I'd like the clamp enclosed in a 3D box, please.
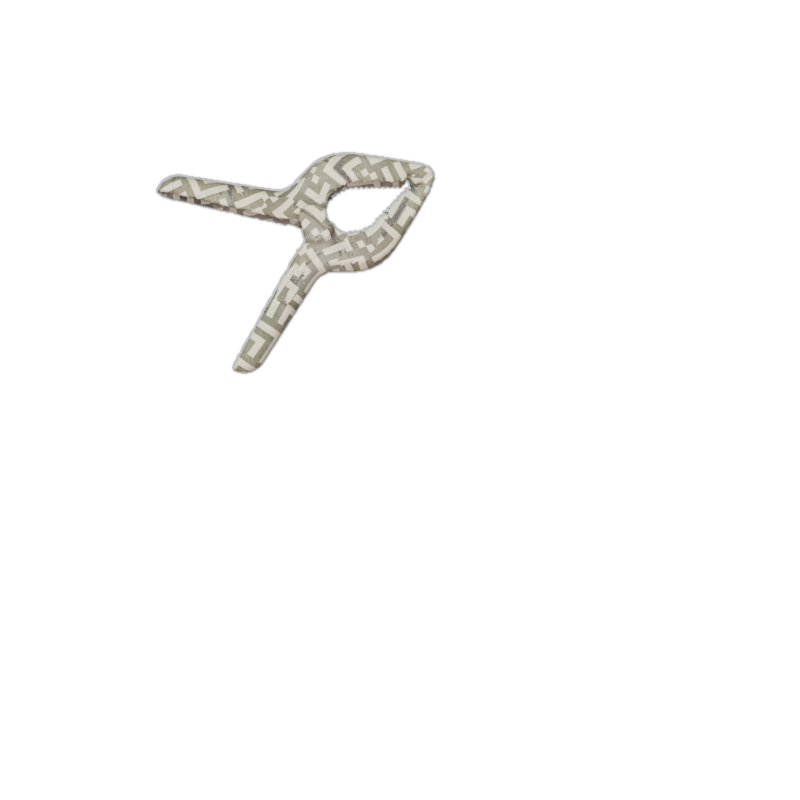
[{"bbox_3d":[-0.067,-0.123,0.862,0.209,0.169,0.035,-17,-9,-3],"label":"clamp"}]
